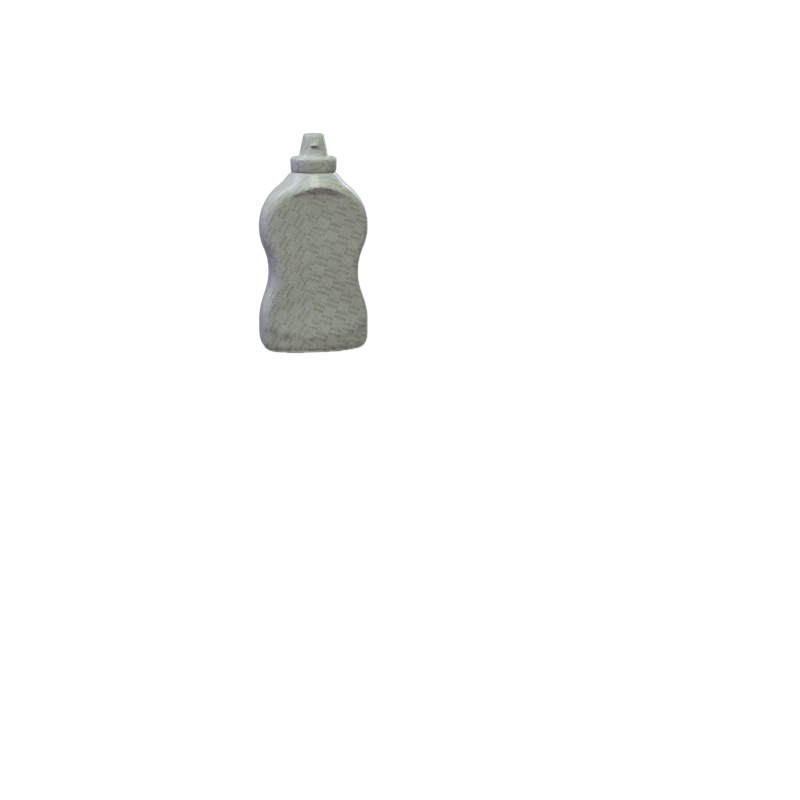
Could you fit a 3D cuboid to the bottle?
[{"bbox_3d":[-0.077,-0.141,0.985,0.095,0.188,0.060,-1,9,-10],"label":"bottle"}]
